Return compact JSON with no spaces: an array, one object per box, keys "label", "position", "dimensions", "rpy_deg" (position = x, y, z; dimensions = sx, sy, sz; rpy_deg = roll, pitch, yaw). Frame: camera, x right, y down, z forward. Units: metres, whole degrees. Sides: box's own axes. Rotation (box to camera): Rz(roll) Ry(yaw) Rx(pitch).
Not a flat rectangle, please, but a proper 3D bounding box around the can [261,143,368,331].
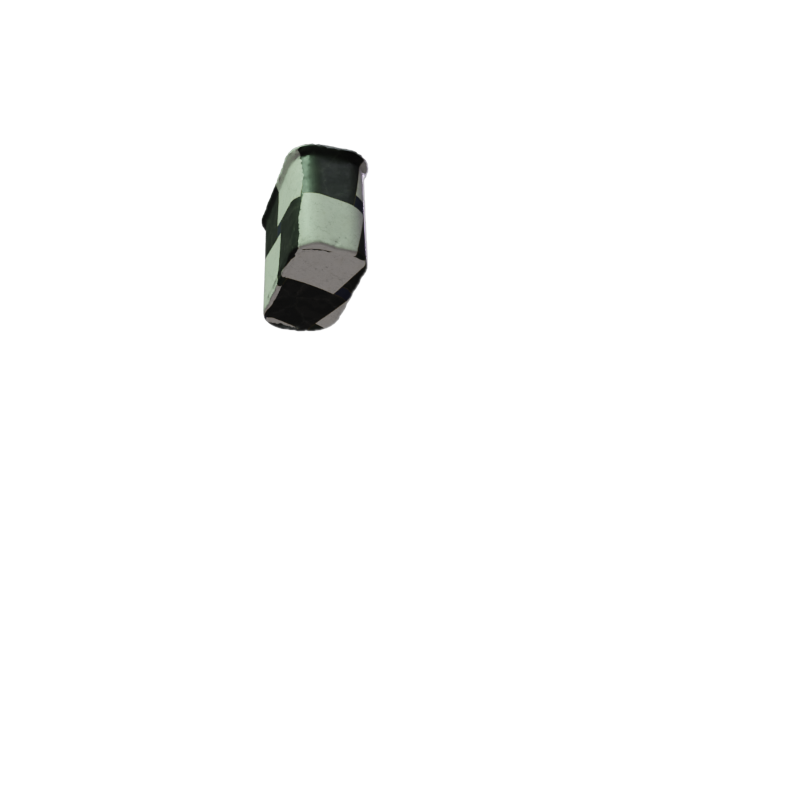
[{"label":"can","position":[-0.058,-0.106,0.742],"dimensions":[0.056,0.090,0.098],"rpy_deg":[10,-35,-17]}]
